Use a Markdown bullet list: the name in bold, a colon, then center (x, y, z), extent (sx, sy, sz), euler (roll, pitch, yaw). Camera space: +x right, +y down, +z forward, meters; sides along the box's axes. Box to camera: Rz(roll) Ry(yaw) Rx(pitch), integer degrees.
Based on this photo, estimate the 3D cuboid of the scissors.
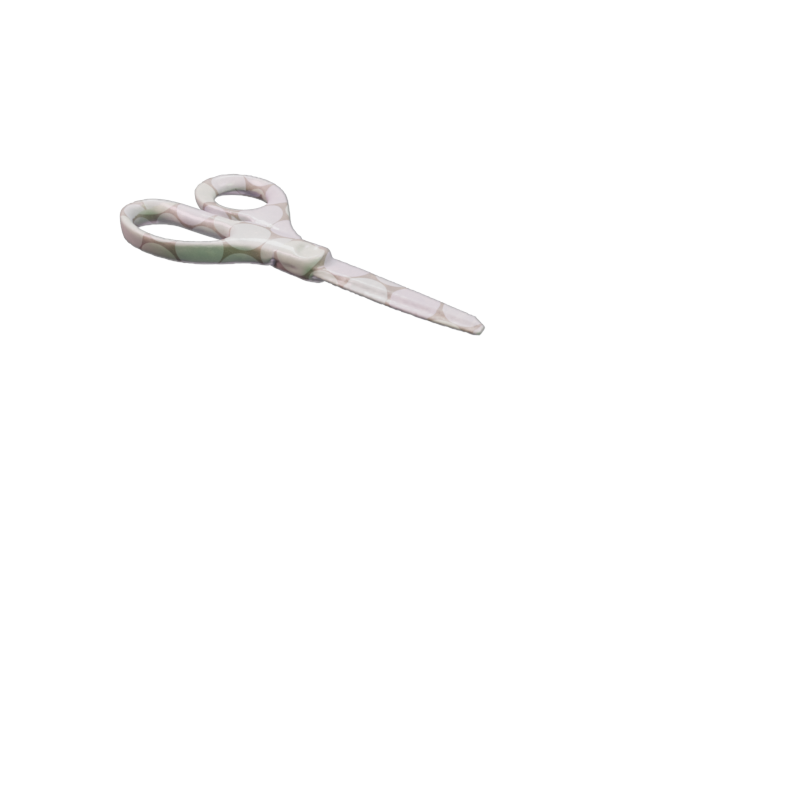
- **scissors**: center (-0.043, -0.079, 0.551), extent (0.209, 0.015, 0.099), euler (14, 36, 20)
